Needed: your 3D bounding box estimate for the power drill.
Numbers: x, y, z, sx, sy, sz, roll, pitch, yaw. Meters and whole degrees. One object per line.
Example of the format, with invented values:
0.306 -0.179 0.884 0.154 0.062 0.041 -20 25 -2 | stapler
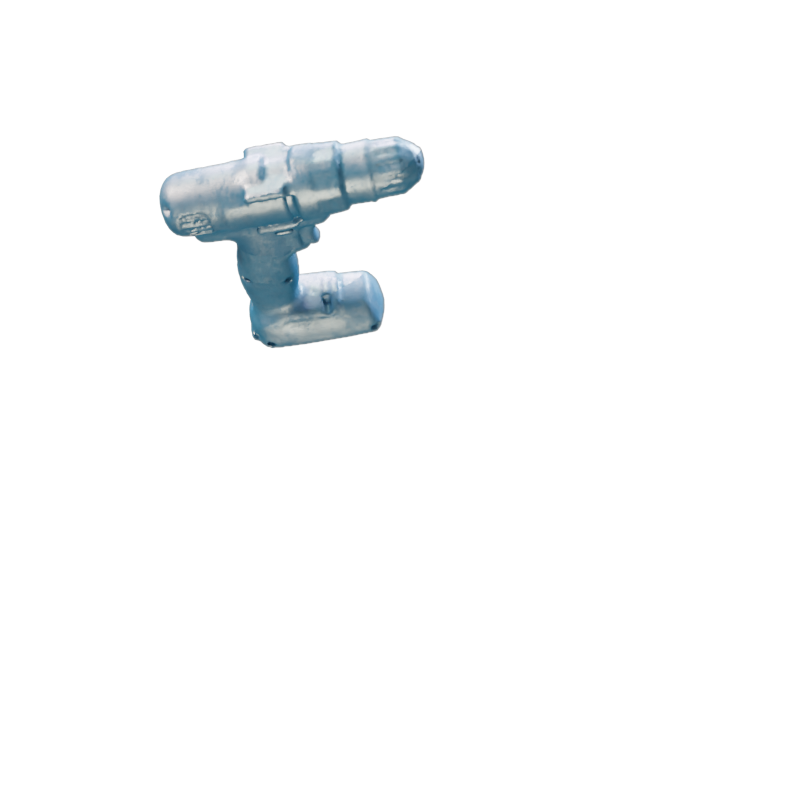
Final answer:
-0.064 -0.116 0.814 0.186 0.061 0.173 -7 -35 9 | power drill
